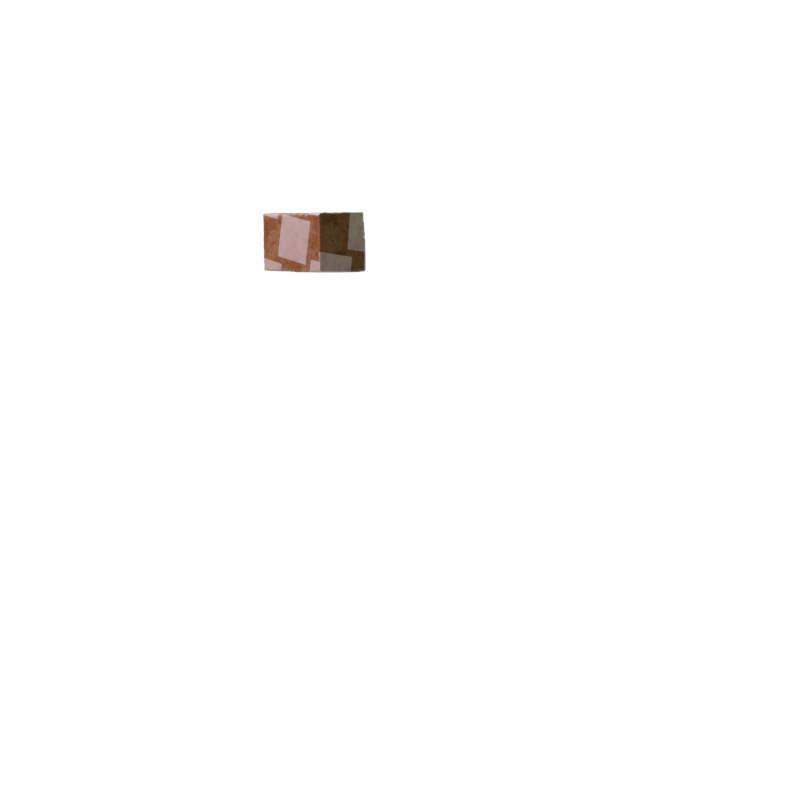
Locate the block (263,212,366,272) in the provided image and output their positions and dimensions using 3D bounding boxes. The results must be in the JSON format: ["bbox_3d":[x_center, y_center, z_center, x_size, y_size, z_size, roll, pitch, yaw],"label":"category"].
[{"bbox_3d":[-0.075,-0.136,0.955,0.051,0.051,0.081,-5,8,-44],"label":"block"}]
